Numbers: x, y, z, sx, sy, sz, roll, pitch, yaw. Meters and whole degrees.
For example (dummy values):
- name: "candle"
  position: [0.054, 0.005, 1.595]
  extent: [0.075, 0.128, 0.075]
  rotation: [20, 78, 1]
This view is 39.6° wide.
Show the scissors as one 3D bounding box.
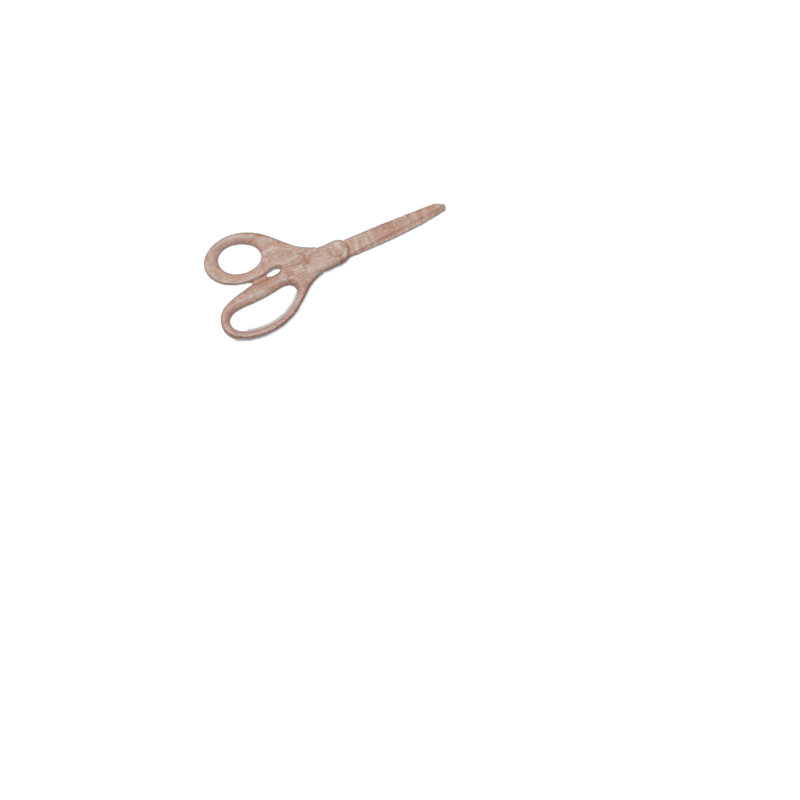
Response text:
- name: "scissors"
  position: [-0.069, -0.125, 0.877]
  extent: [0.203, 0.101, 0.015]
  rotation: [-40, -18, -16]
